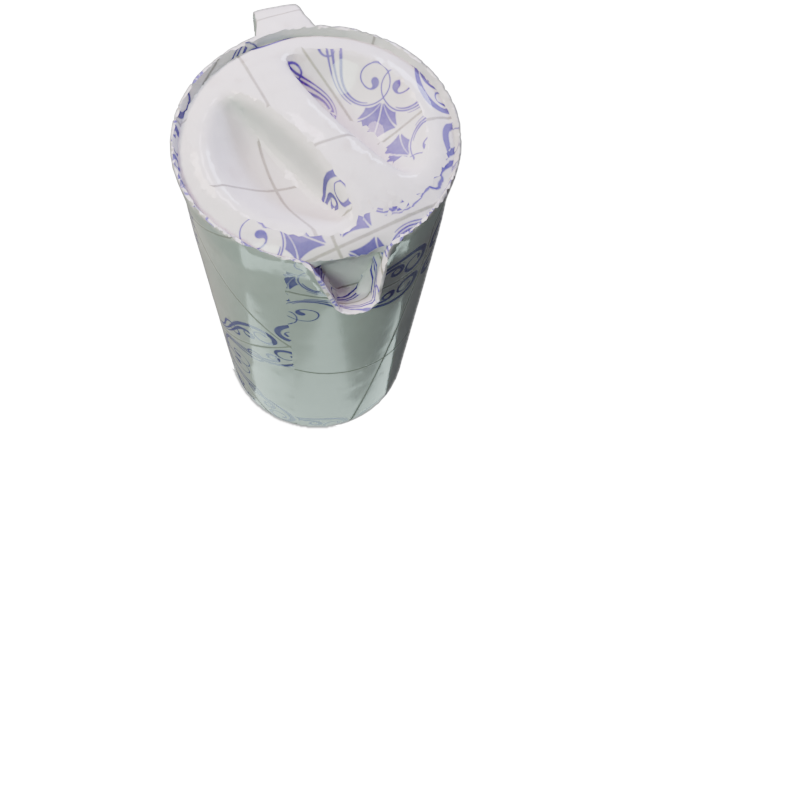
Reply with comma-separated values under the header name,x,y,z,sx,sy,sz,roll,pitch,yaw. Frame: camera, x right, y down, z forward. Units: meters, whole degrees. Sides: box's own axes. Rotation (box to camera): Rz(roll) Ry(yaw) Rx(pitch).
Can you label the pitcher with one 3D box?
name,x,y,z,sx,sy,sz,roll,pitch,yaw
pitcher,-0.048,-0.087,0.609,0.149,0.153,0.229,28,-24,10
